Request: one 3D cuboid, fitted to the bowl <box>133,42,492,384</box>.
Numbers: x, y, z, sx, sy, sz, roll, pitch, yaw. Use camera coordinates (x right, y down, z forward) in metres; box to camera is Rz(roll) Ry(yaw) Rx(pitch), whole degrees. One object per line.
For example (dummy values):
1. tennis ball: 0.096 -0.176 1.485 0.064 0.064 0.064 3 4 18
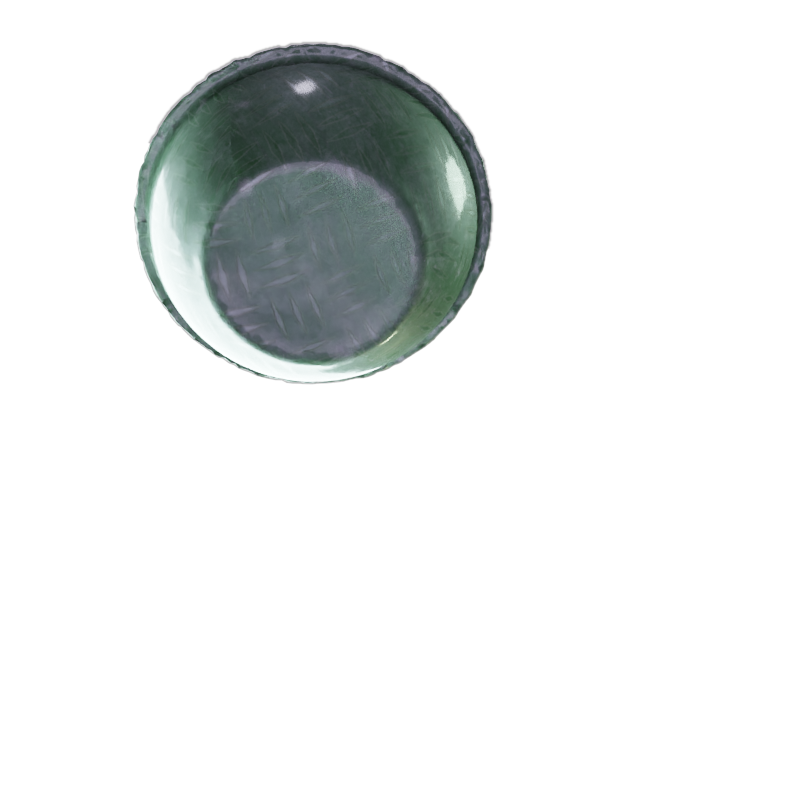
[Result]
1. bowl: -0.037 -0.068 0.477 0.162 0.155 0.058 1 22 -1
